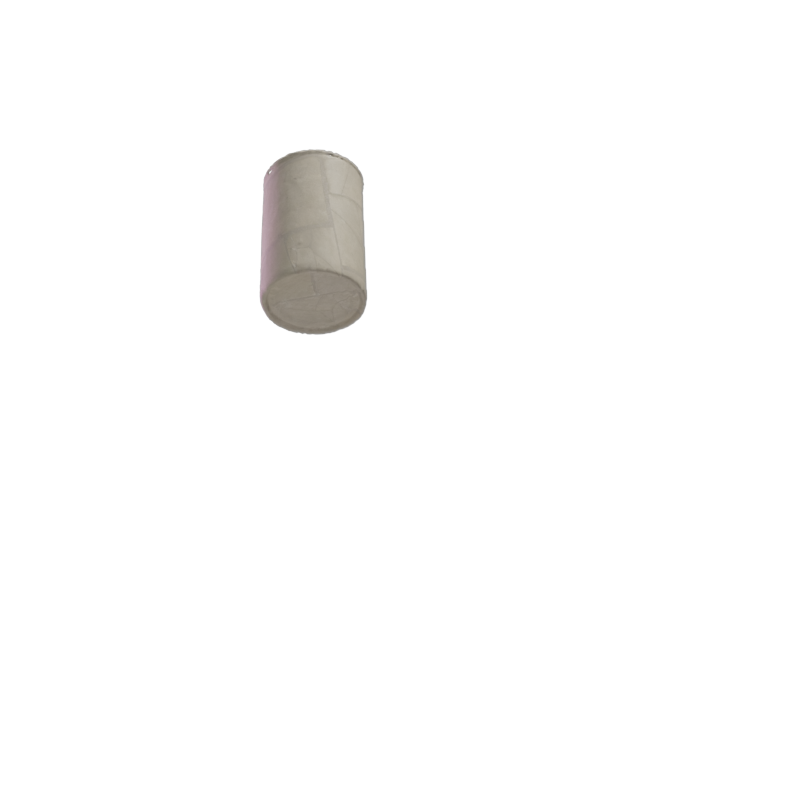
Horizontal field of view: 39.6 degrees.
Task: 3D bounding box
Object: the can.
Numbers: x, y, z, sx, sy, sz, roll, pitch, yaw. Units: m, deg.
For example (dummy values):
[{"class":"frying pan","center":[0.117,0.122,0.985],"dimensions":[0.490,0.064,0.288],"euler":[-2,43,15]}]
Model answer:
[{"class":"can","center":[-0.056,-0.102,0.715],"dimensions":[0.068,0.110,0.064],"euler":[-1,-37,-3]}]
